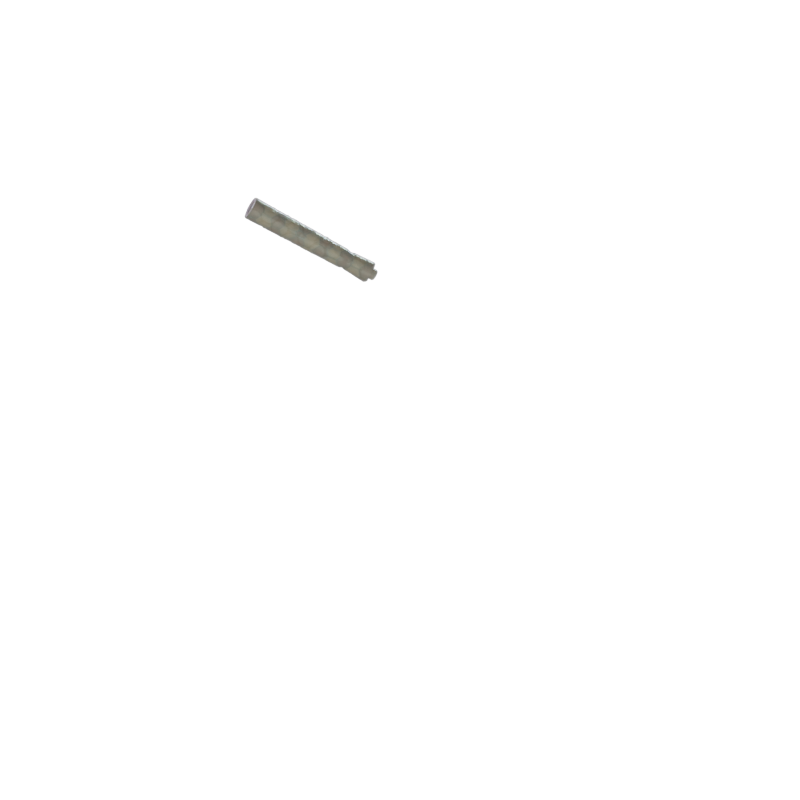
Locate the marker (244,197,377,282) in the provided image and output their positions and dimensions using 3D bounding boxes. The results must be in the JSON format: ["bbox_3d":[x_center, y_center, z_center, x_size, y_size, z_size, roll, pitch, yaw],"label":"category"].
[{"bbox_3d":[-0.072,-0.131,0.919,0.117,0.020,0.020,27,-4,-13],"label":"marker"}]
